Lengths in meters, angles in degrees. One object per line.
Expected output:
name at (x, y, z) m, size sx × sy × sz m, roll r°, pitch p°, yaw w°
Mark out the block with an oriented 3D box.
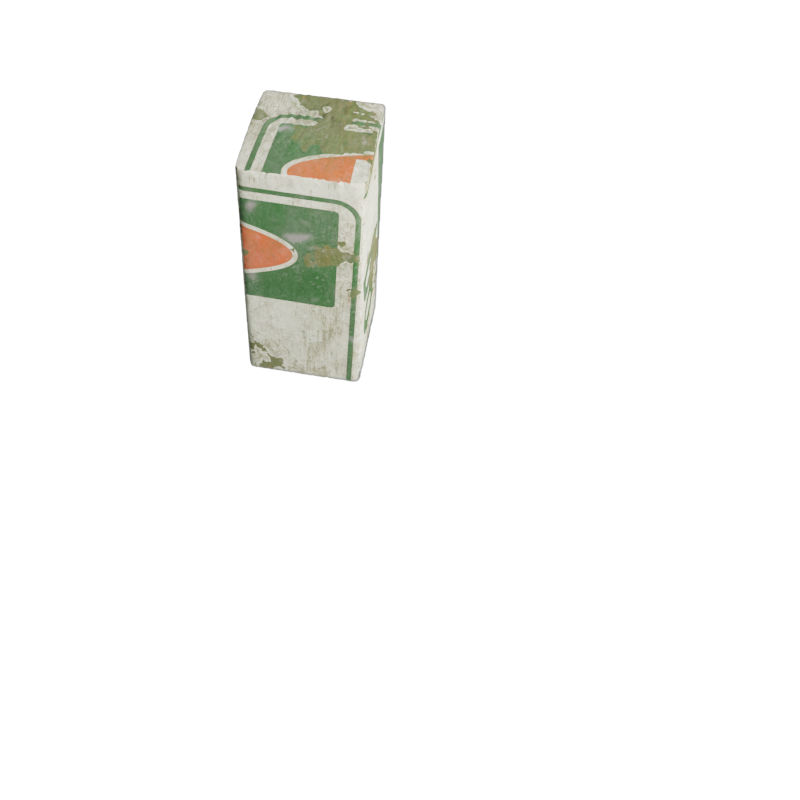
block at (-0.065, -0.117, 0.823) m, size 0.092 × 0.096 × 0.192 m, roll 9°, pitch -41°, yaw 4°
